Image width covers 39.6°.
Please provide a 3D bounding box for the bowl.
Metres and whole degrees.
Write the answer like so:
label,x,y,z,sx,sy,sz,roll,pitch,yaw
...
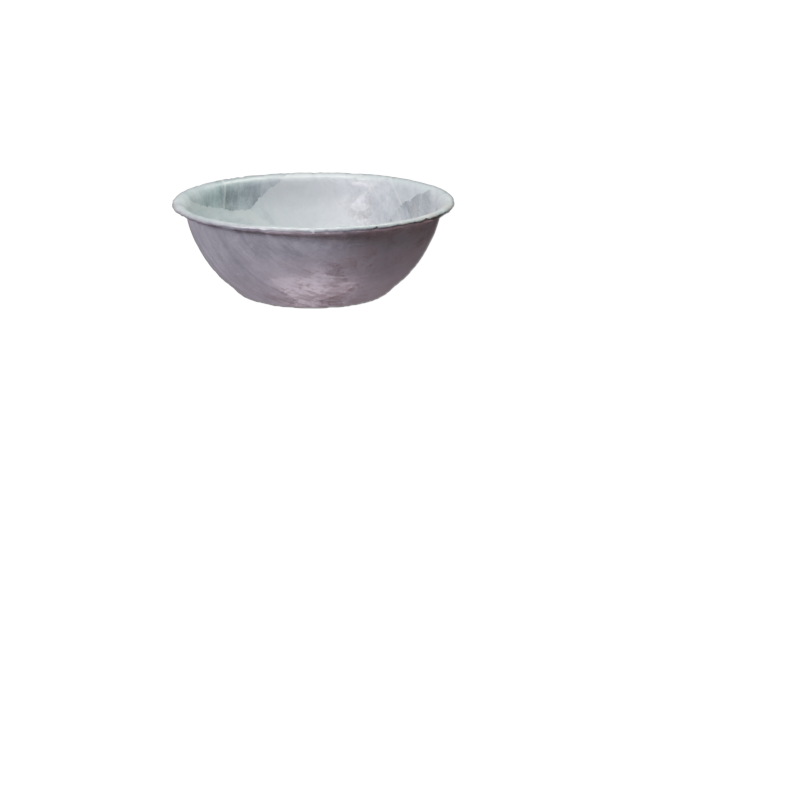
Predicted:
label,x,y,z,sx,sy,sz,roll,pitch,yaw
bowl,-0.050,-0.092,0.644,0.162,0.053,0.169,-1,20,-2
